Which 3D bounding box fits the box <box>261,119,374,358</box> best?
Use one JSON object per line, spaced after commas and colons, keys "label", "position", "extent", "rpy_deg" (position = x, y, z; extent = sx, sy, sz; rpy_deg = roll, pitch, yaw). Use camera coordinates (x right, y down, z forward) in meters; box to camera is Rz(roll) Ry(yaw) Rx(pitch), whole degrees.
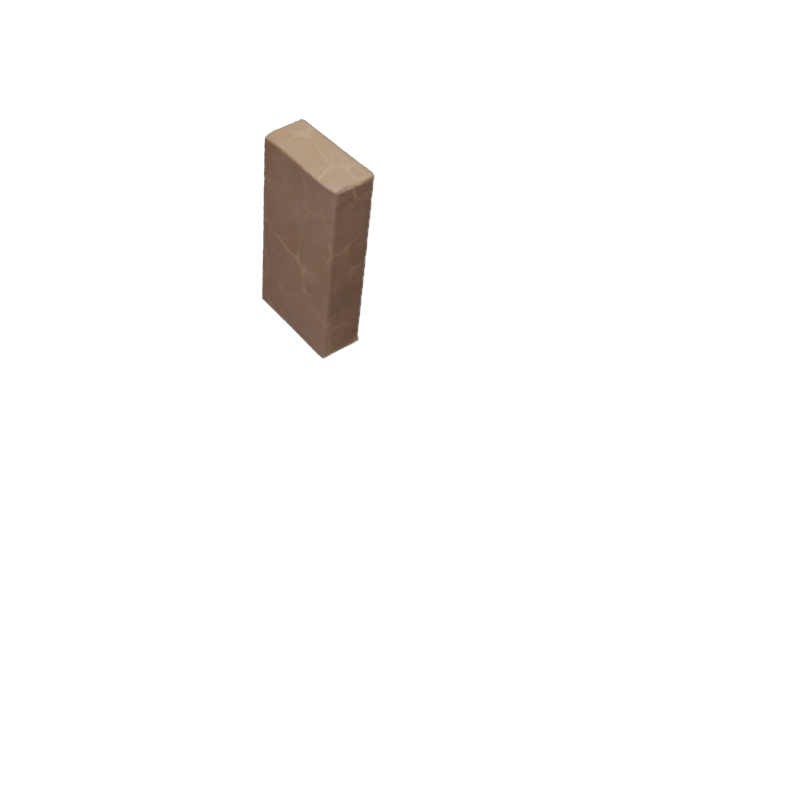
{"label": "box", "position": [-0.070, -0.127, 0.892], "extent": [0.048, 0.164, 0.100], "rpy_deg": [-27, 53, -28]}
